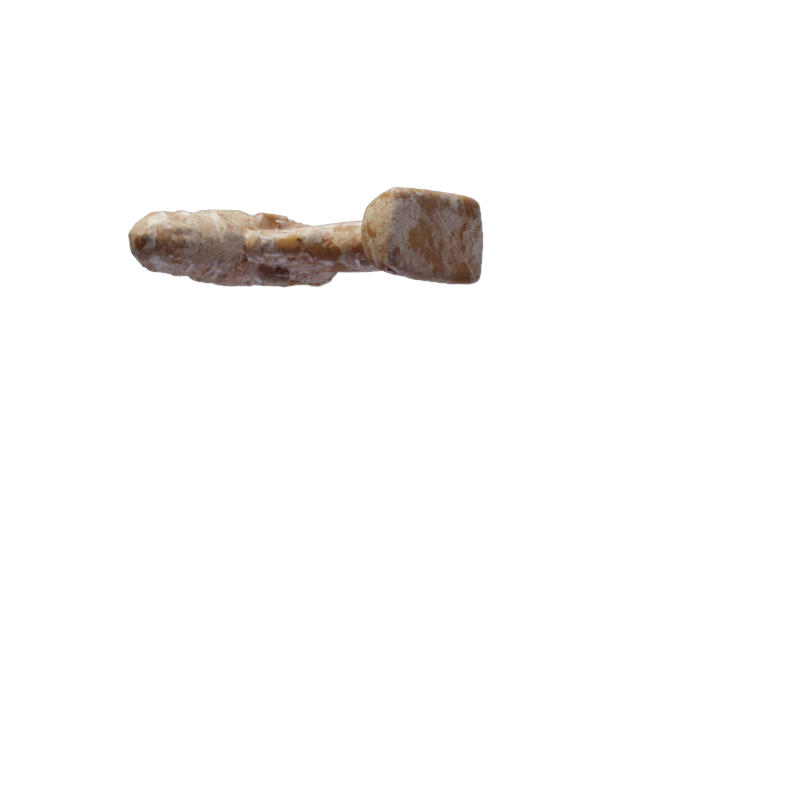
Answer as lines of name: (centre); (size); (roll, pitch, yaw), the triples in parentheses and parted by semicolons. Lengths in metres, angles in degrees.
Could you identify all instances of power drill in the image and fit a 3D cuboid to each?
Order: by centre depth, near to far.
power drill: (-0.056, -0.103, 0.721); (0.195, 0.057, 0.177); (4, 6, 39)
